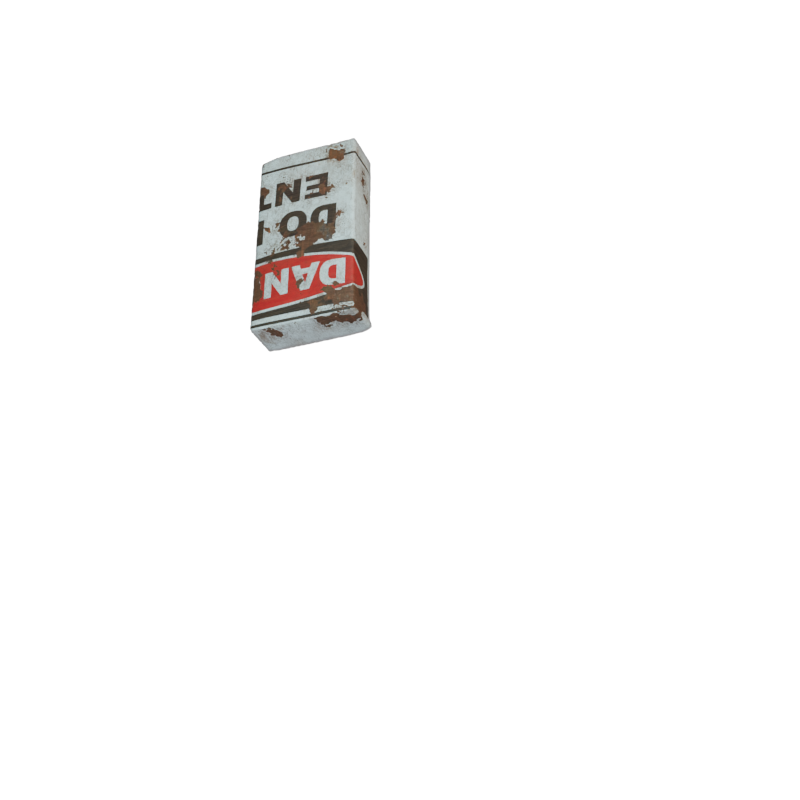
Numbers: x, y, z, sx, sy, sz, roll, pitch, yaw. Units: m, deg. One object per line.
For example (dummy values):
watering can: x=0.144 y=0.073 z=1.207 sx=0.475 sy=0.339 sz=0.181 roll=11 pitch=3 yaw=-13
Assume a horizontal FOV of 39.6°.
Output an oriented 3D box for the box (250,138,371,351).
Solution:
box: x=-0.074 y=-0.134 z=0.936 sx=0.094 sy=0.188 sz=0.044 roll=-13 pitch=-33 yaw=18
